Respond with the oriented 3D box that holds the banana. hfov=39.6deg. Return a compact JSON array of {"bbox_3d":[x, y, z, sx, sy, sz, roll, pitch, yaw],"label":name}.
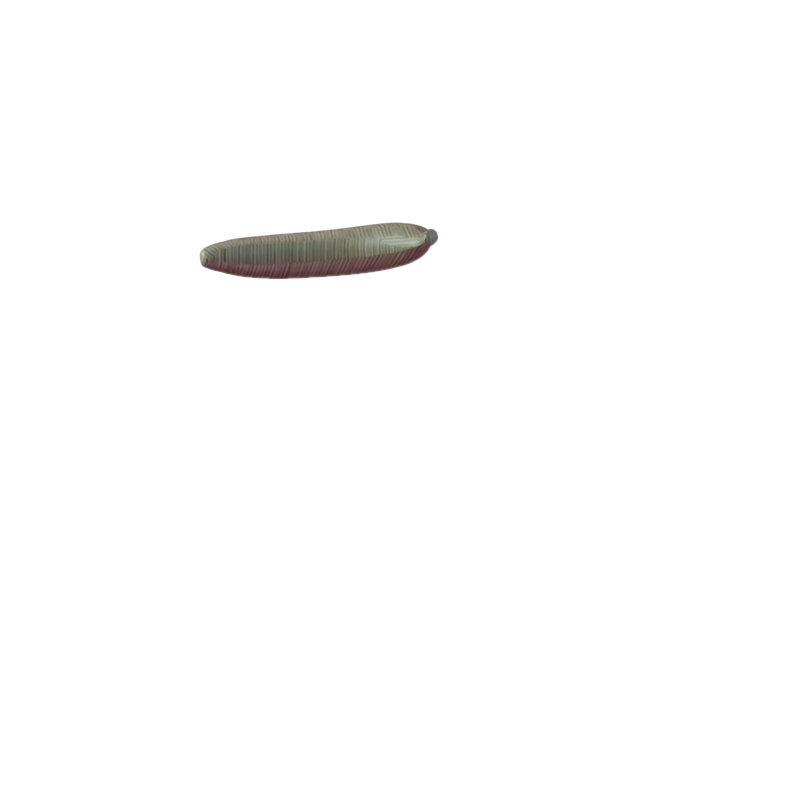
[{"bbox_3d":[-0.058,-0.120,0.878,0.202,0.038,0.066,-4,-13,20],"label":"banana"}]
